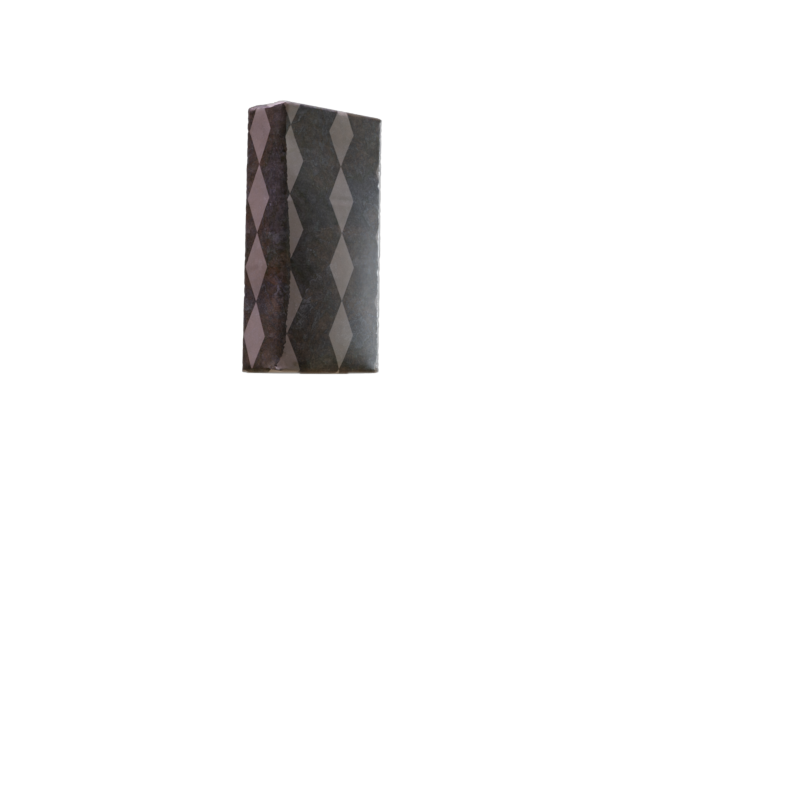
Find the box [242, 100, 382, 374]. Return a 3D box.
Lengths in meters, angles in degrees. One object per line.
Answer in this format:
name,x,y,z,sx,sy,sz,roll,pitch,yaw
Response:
box,-0.058,-0.106,0.745,0.089,0.179,0.049,4,-7,-44
